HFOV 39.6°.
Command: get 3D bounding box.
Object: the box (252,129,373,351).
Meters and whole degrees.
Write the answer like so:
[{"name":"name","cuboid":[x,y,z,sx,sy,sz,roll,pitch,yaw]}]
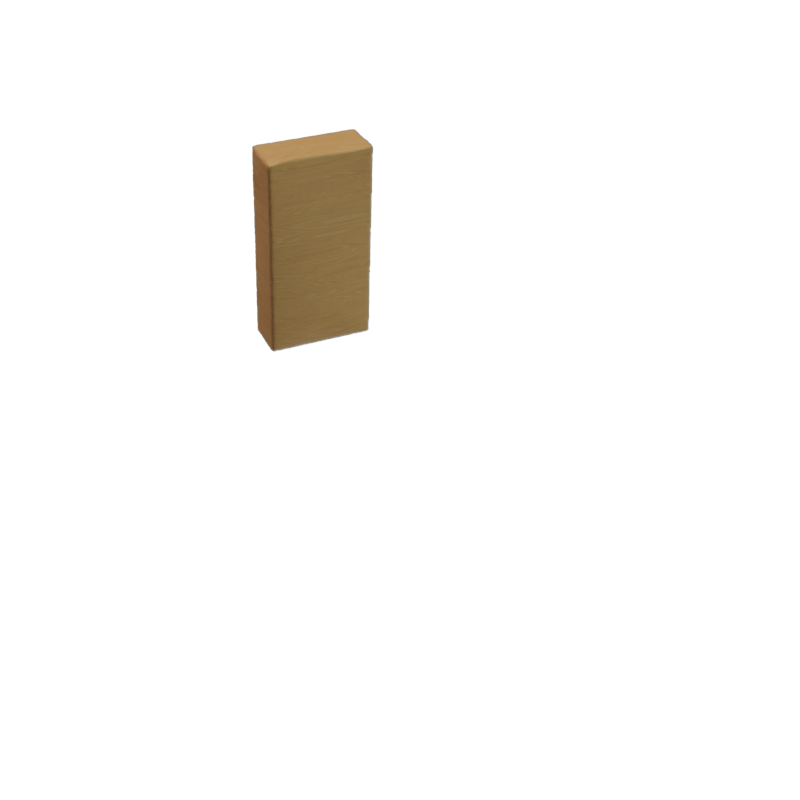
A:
[{"name":"box","cuboid":[-0.072,-0.132,0.924,0.092,0.165,0.052,-13,36,-21]}]
